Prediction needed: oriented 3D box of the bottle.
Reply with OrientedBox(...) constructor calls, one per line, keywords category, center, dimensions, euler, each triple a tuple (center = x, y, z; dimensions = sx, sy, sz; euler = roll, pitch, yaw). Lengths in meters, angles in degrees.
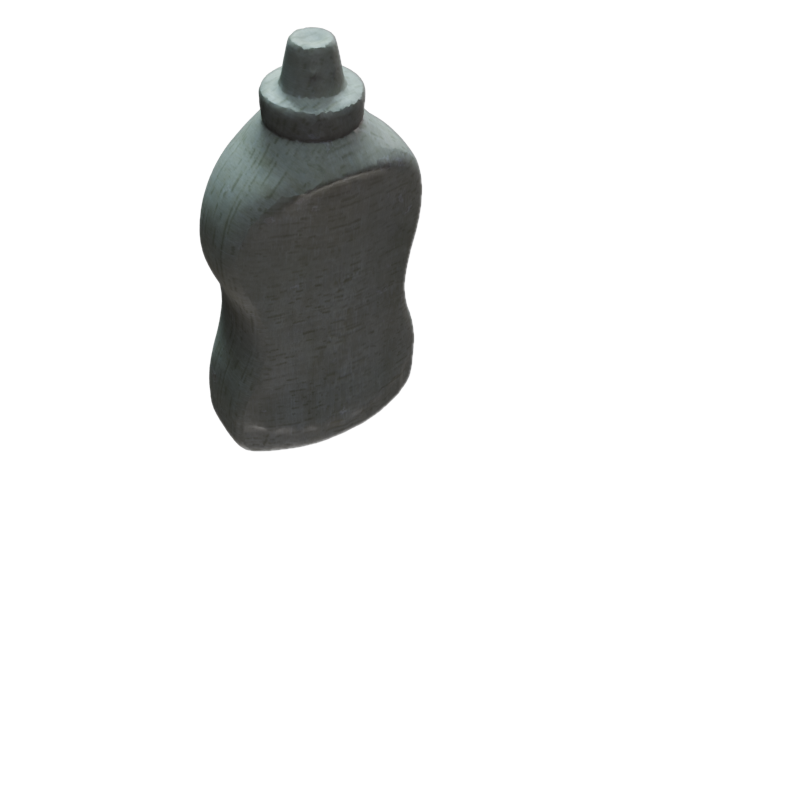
OrientedBox(category="bottle", center=(-0.037, -0.067, 0.468), dimensions=(0.095, 0.179, 0.063), euler=(-20, 47, -24))
